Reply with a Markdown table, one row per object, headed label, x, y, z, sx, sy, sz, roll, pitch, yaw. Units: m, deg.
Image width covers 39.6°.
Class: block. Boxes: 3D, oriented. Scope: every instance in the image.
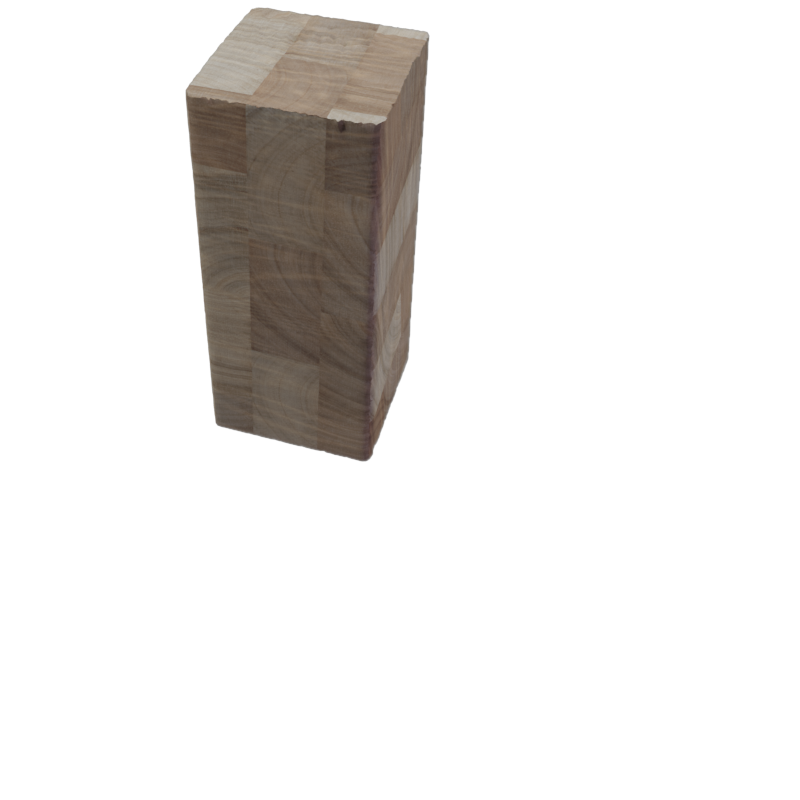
| label | x | y | z | sx | sy | sz | roll | pitch | yaw |
| --- | --- | --- | --- | --- | --- | --- | --- | --- | --- |
| block | -0.044 | -0.079 | 0.555 | 0.093 | 0.192 | 0.094 | 13 | 42 | 10 |
